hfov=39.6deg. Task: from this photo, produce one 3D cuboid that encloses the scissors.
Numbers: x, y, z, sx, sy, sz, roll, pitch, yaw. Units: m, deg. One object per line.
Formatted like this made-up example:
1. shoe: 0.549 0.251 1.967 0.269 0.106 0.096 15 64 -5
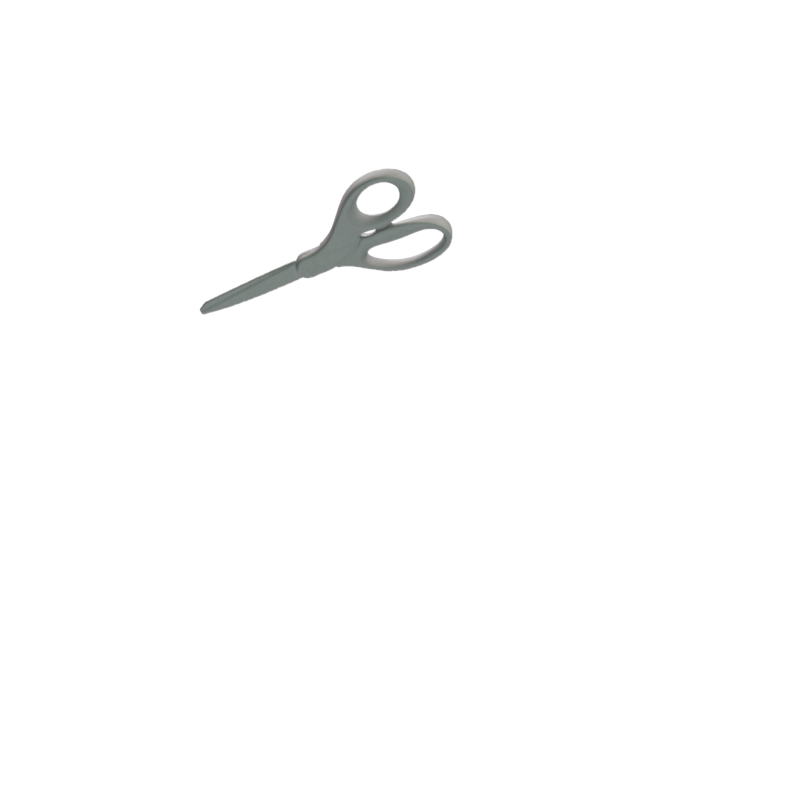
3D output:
1. scissors: -0.064 -0.116 0.816 0.203 0.089 0.017 -10 39 8
